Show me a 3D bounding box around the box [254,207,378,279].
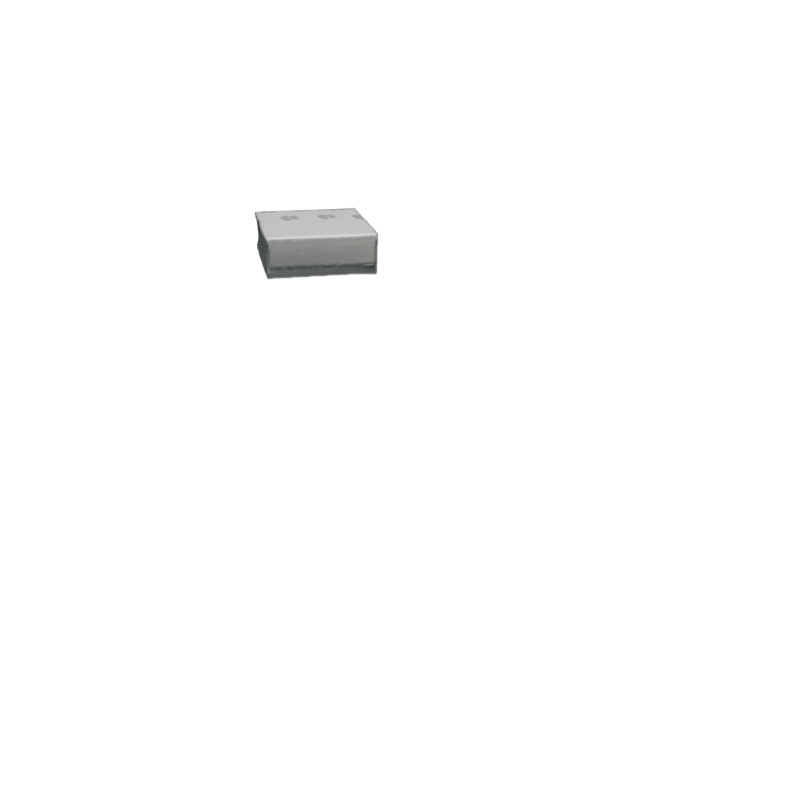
[{"bbox_3d":[-0.072,-0.131,0.920,0.089,0.038,0.119,-3,18,-10],"label":"box"}]
